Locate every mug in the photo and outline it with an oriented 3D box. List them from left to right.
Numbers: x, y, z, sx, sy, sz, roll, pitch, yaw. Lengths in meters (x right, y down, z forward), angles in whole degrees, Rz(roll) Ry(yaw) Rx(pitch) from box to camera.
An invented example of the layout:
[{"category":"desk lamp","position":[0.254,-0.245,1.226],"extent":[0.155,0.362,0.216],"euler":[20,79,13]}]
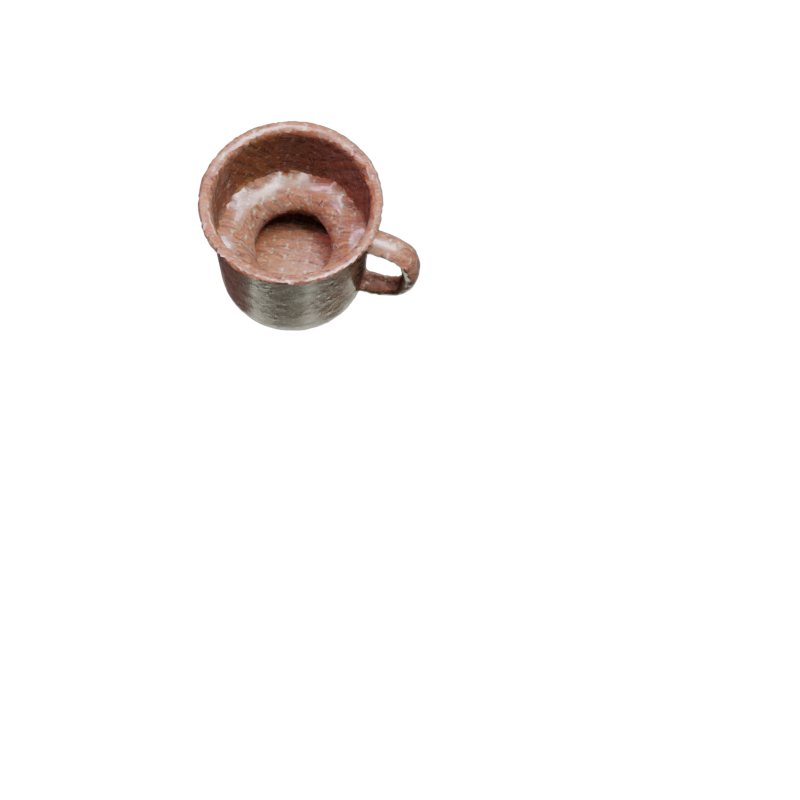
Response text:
[{"category":"mug","position":[-0.046,-0.084,0.588],"extent":[0.119,0.097,0.077],"euler":[17,-22,6]}]
